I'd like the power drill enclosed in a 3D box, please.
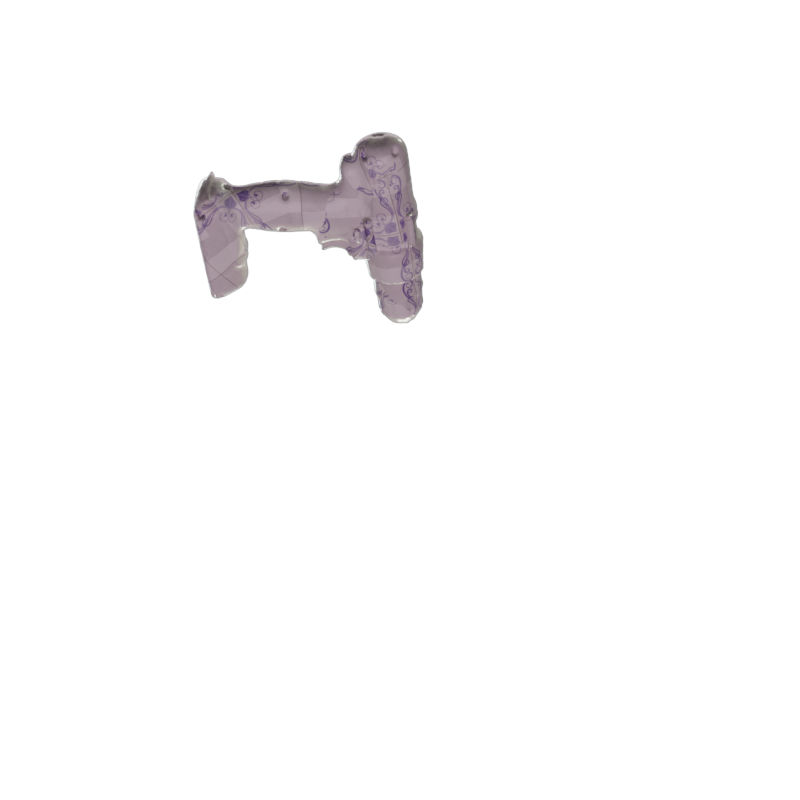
[{"bbox_3d":[-0.075,-0.136,0.953,0.188,0.172,0.061,-6,34,4],"label":"power drill"}]
